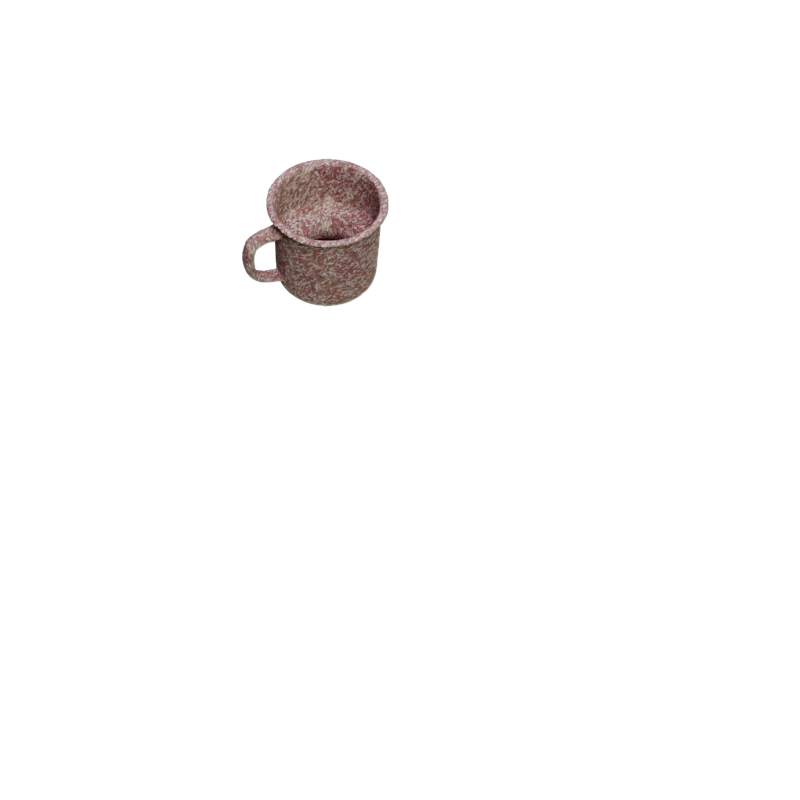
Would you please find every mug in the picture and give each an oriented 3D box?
[{"bbox_3d":[-0.068,-0.123,0.864,0.116,0.100,0.076,-23,-34,-19],"label":"mug"}]
